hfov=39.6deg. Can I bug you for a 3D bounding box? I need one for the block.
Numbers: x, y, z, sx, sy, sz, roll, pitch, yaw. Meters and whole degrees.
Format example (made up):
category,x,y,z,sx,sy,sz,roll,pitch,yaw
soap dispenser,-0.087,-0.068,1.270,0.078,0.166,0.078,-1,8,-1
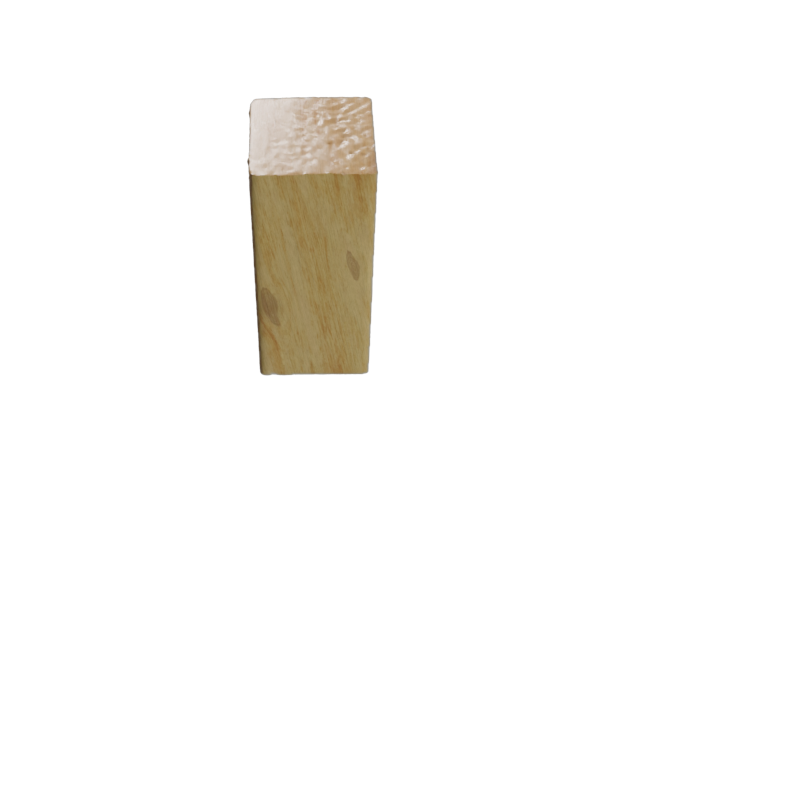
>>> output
category,x,y,z,sx,sy,sz,roll,pitch,yaw
block,-0.067,-0.121,0.843,0.090,0.098,0.192,0,-43,-4
